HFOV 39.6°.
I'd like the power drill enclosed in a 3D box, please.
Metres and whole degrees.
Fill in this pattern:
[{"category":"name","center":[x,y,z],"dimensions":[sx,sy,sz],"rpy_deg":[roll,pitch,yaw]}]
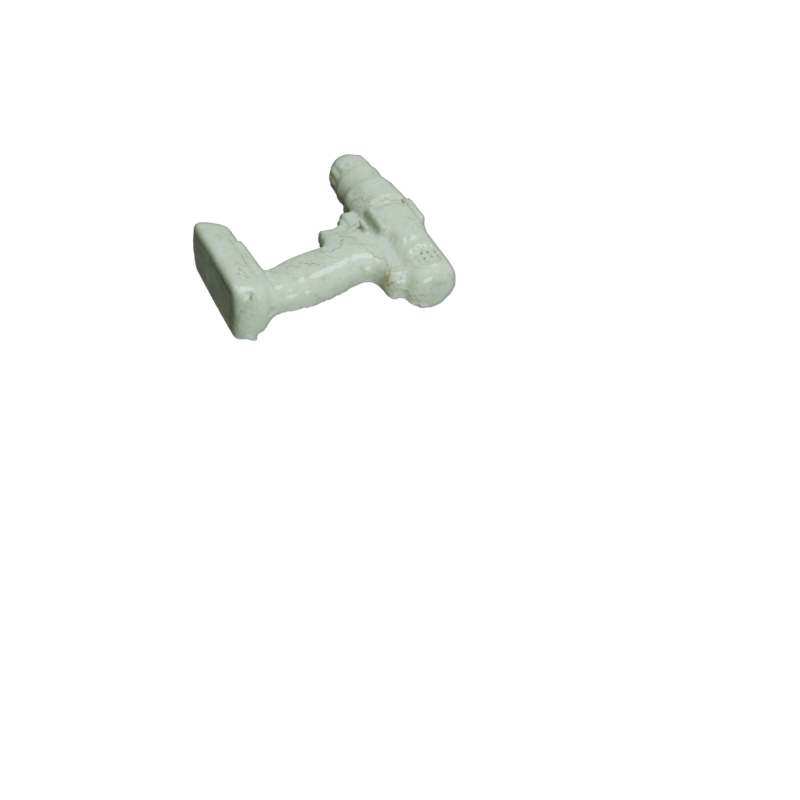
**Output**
[{"category":"power drill","center":[-0.072,-0.131,0.915],"dimensions":[0.186,0.053,0.200],"rpy_deg":[-18,47,-18]}]
